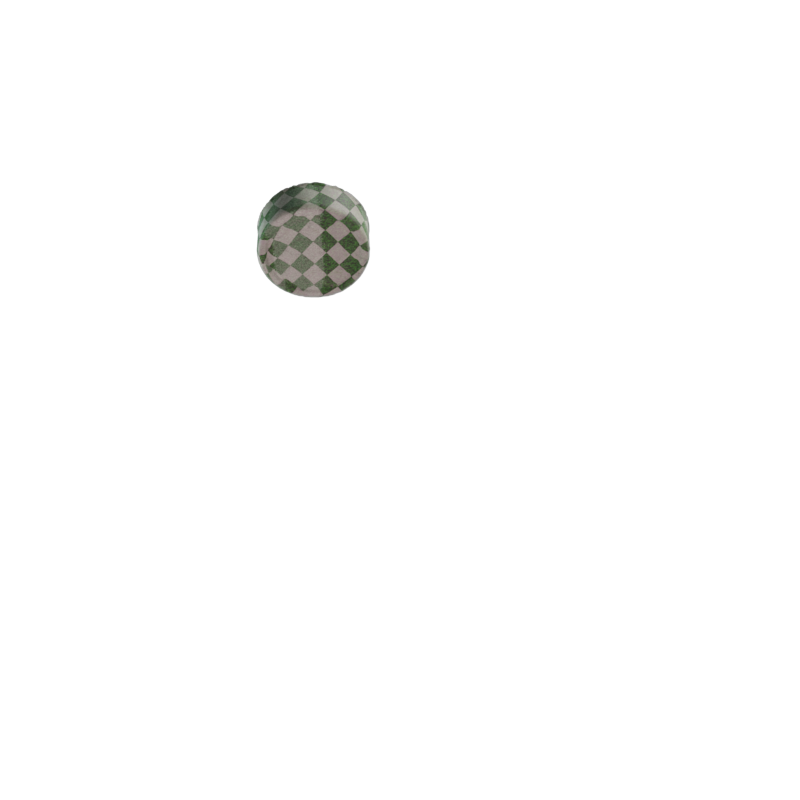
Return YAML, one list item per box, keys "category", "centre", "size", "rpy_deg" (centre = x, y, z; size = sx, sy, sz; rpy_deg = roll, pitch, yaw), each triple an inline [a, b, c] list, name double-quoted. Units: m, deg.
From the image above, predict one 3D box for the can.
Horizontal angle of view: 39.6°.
- category: "can"
  centre: [-0.065, -0.119, 0.833]
  size: [0.086, 0.080, 0.036]
  rpy_deg: [1, 39, -1]
